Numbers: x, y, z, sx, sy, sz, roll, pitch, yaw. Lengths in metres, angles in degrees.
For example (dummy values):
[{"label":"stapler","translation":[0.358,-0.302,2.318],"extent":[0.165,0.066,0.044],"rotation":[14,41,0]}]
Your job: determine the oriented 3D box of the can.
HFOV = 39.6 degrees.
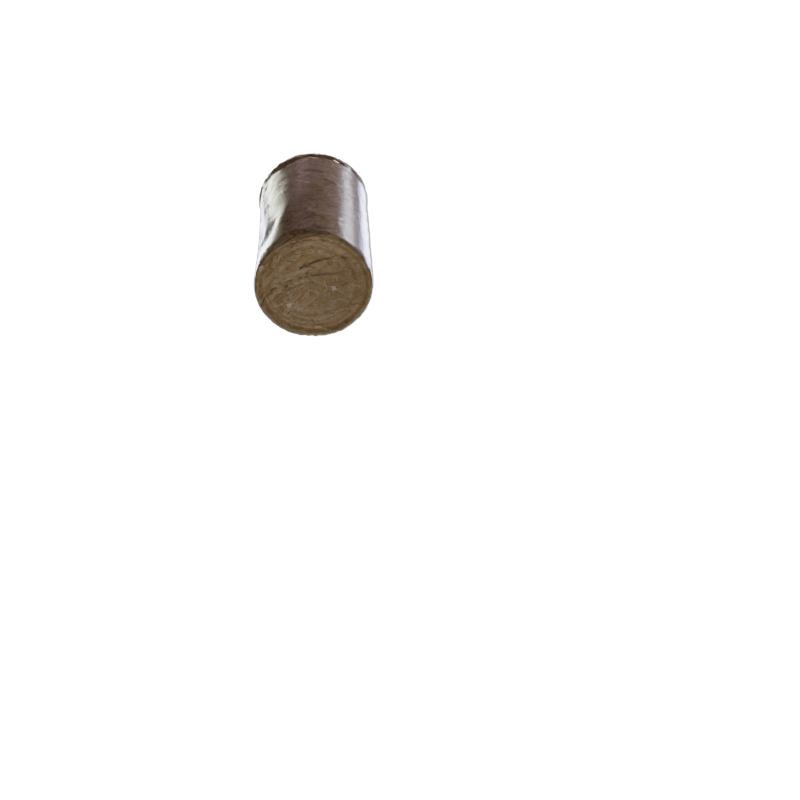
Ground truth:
[{"label":"can","translation":[-0.051,-0.093,0.650],"extent":[0.068,0.064,0.109],"rotation":[-1,34,-3]}]
